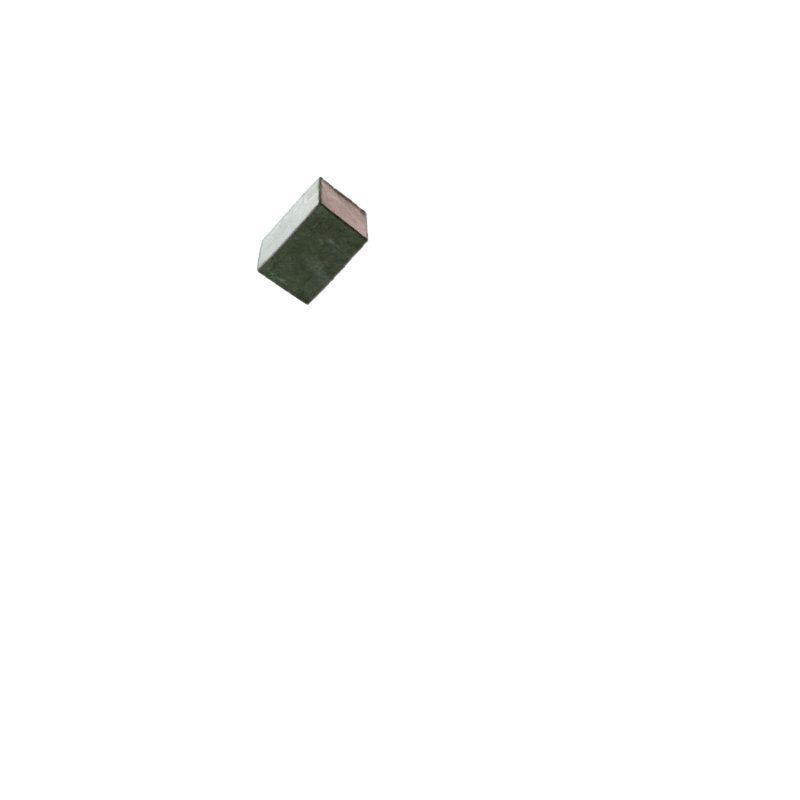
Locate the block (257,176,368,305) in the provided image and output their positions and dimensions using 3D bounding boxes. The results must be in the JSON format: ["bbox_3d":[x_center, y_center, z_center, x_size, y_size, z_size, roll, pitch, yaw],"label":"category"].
[{"bbox_3d":[-0.069,-0.126,0.883,0.050,0.077,0.054,37,22,-21],"label":"block"}]
